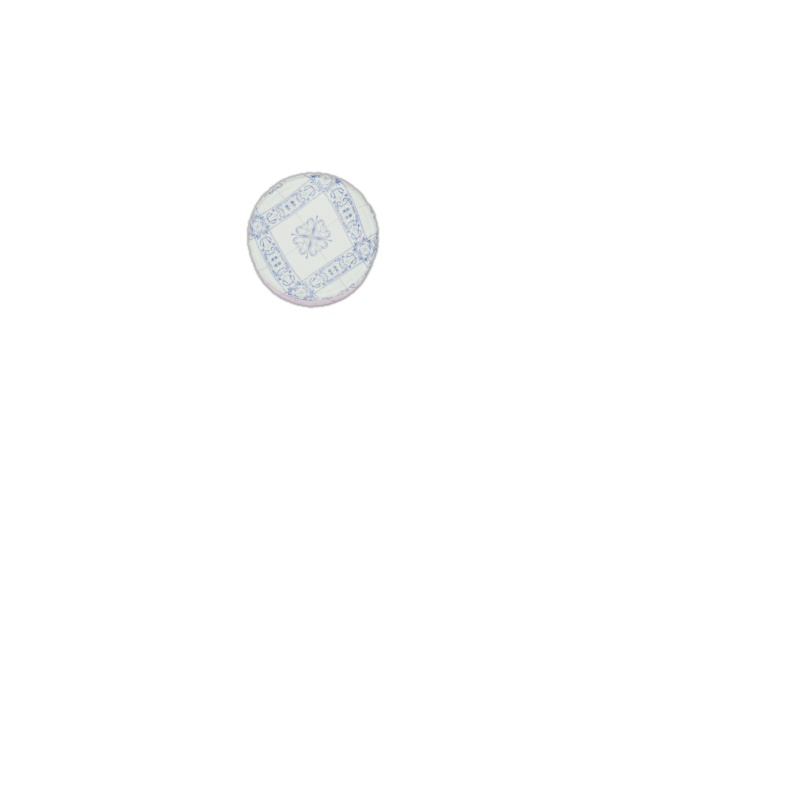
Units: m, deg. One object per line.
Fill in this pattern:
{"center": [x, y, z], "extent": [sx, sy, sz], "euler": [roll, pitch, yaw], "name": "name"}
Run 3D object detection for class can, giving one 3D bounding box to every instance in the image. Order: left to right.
{"center": [-0.058, -0.106, 0.742], "extent": [0.086, 0.089, 0.033], "euler": [0, -12, -1], "name": "can"}
